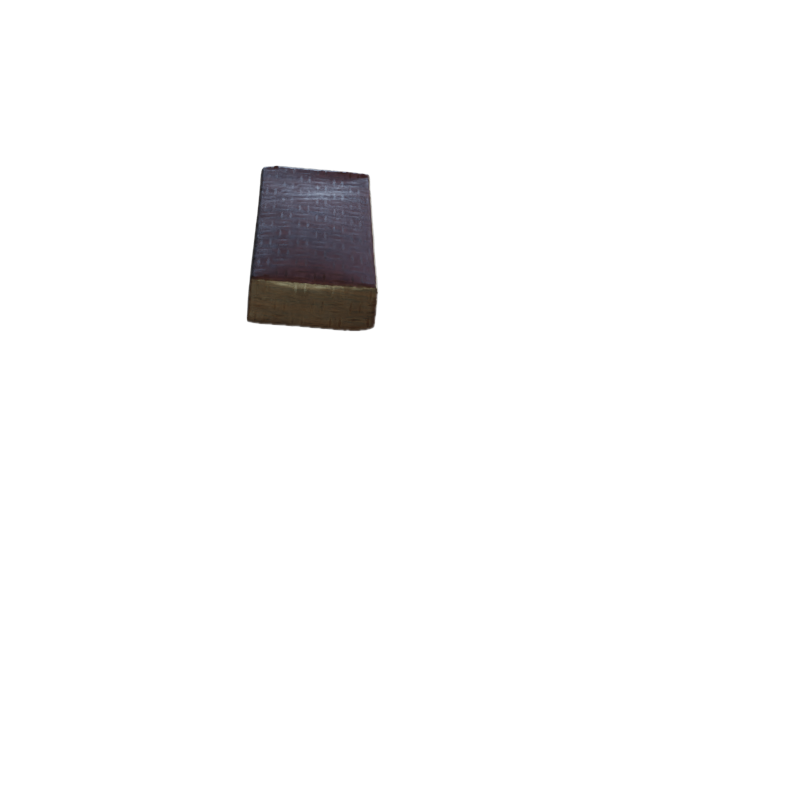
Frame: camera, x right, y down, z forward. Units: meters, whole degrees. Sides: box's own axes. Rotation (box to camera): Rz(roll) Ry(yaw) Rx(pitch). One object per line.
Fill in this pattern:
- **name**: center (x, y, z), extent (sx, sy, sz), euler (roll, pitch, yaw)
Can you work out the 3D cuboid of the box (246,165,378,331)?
- **box**: center (-0.067, -0.123, 0.857), extent (0.093, 0.045, 0.189), euler (3, 38, -6)
